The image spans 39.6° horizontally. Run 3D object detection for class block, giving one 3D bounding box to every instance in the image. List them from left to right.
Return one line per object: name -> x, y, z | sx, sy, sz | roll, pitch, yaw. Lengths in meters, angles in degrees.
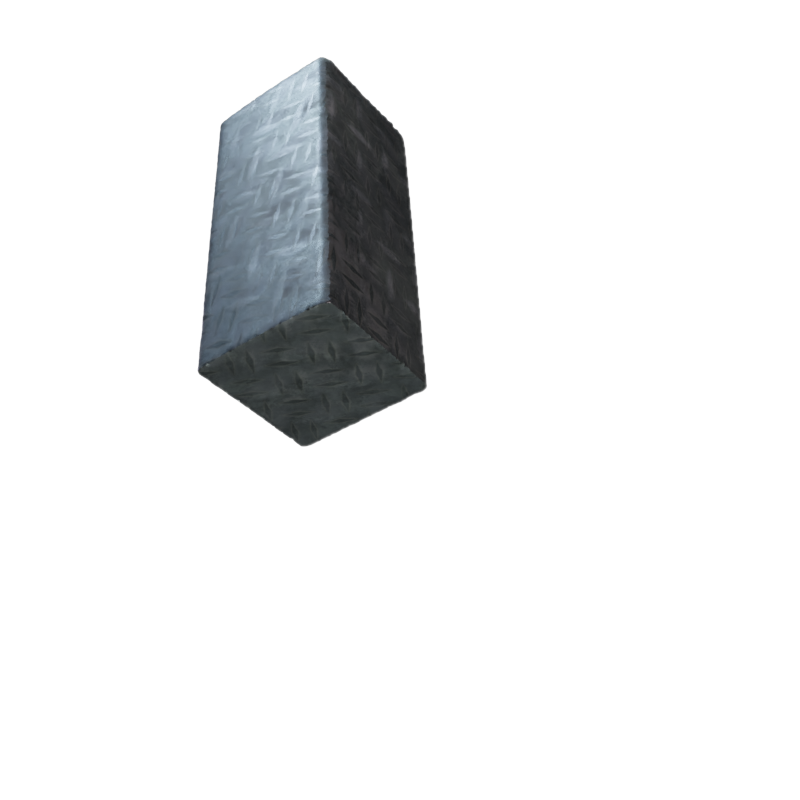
block -> -0.051, -0.094, 0.654 | 0.090, 0.221, 0.084 | -28, -47, 25
